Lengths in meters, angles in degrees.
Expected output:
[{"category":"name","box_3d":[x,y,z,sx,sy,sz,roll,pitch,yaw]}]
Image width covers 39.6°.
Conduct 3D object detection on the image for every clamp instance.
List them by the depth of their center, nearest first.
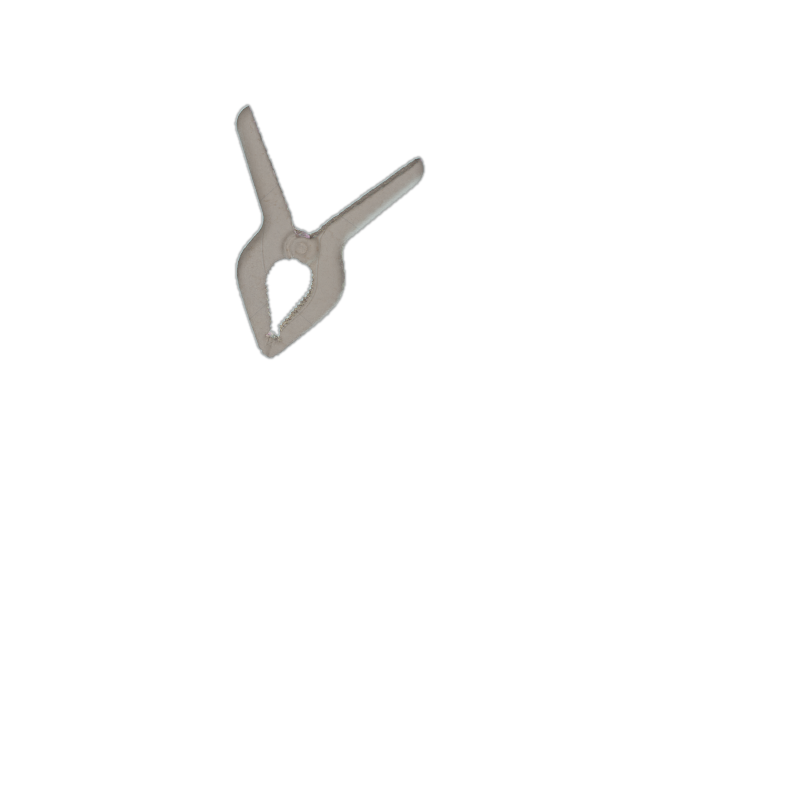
[{"category":"clamp","box_3d":[-0.075,-0.136,0.954,0.164,0.206,0.037,10,9,-2]}]
